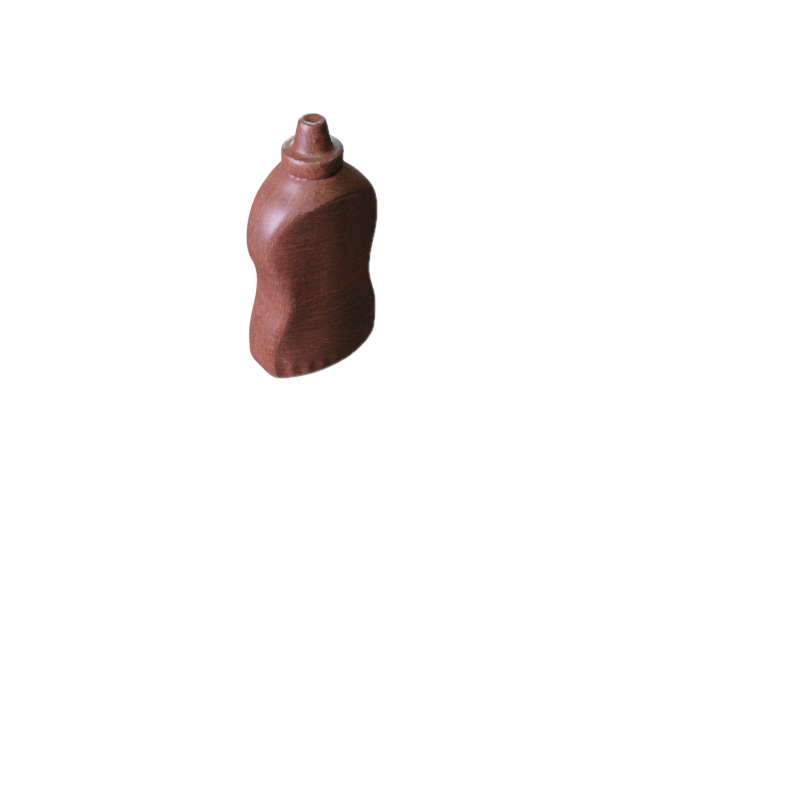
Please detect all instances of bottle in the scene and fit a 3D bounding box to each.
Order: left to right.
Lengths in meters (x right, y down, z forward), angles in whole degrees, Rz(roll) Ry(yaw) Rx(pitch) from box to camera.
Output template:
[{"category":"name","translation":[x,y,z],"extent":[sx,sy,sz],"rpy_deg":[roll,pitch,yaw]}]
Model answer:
[{"category":"bottle","translation":[-0.060,-0.109,0.761],"extent":[0.095,0.179,0.063],"rpy_deg":[-24,47,-29]}]
